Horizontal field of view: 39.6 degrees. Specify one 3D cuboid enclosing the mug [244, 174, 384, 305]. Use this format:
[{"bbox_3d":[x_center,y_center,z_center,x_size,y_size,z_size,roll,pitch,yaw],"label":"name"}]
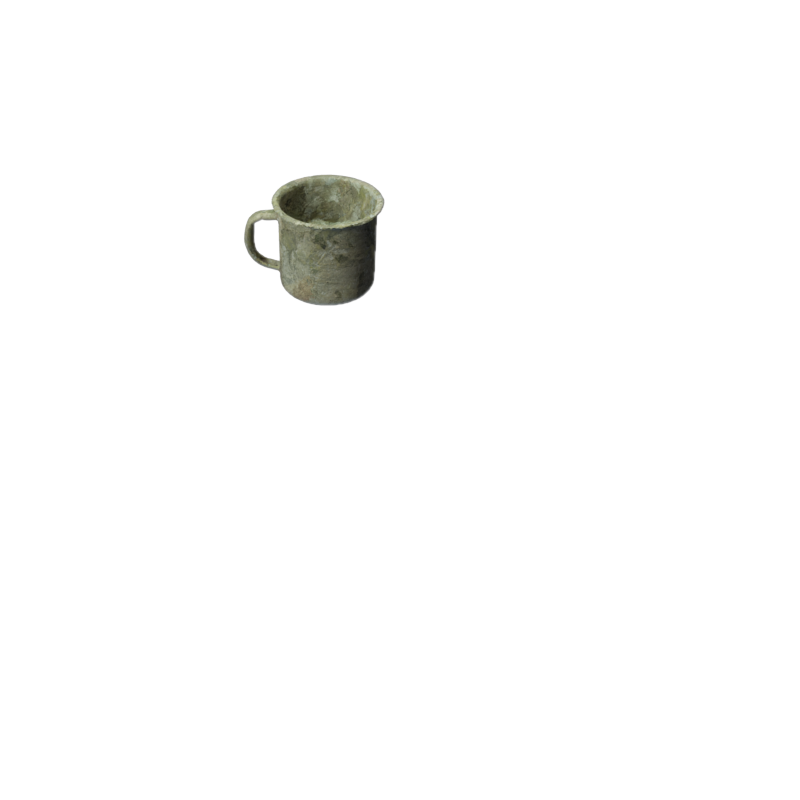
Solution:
[{"bbox_3d":[-0.073,-0.133,0.935,0.117,0.076,0.099,0,35,-1],"label":"mug"}]
